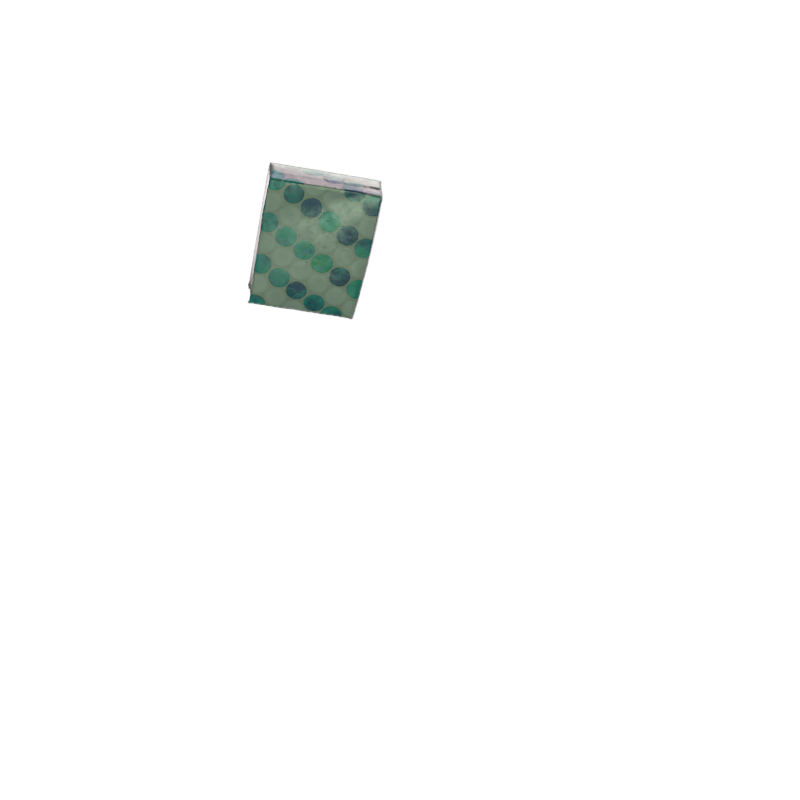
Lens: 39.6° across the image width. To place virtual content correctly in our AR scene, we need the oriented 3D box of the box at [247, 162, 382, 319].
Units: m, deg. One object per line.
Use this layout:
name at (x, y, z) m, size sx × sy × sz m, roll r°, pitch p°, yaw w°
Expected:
box at (-0.068, -0.124, 0.872) m, size 0.089 × 0.108 × 0.041 m, roll 10°, pitch 24°, yaw -6°
